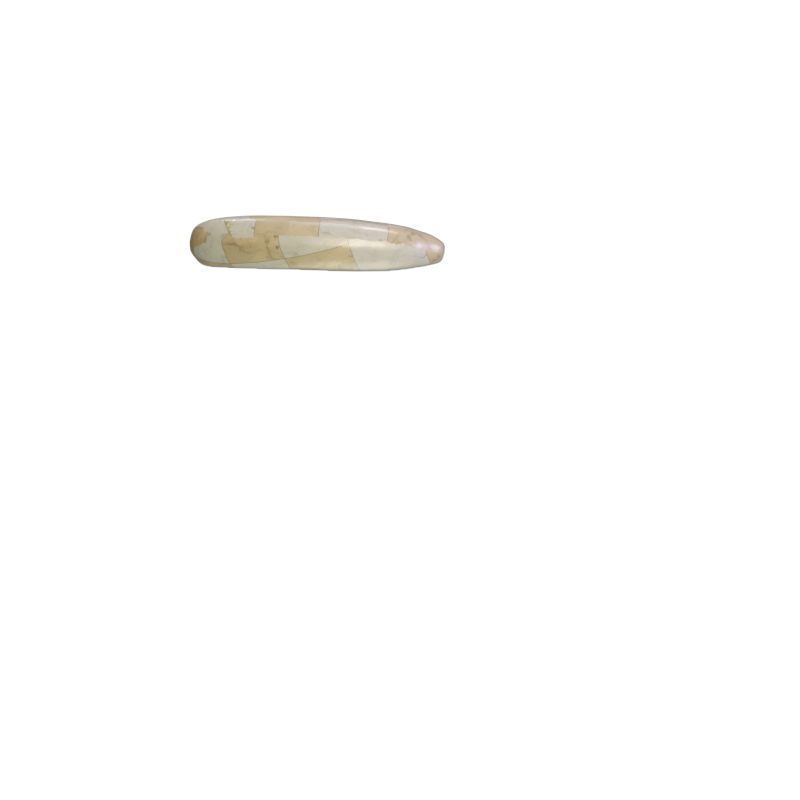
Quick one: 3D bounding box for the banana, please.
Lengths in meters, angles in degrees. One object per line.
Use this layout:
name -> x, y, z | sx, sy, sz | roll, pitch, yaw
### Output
banana -> -0.072, -0.107, 0.756 | 0.205, 0.036, 0.068 | 5, 9, 28
